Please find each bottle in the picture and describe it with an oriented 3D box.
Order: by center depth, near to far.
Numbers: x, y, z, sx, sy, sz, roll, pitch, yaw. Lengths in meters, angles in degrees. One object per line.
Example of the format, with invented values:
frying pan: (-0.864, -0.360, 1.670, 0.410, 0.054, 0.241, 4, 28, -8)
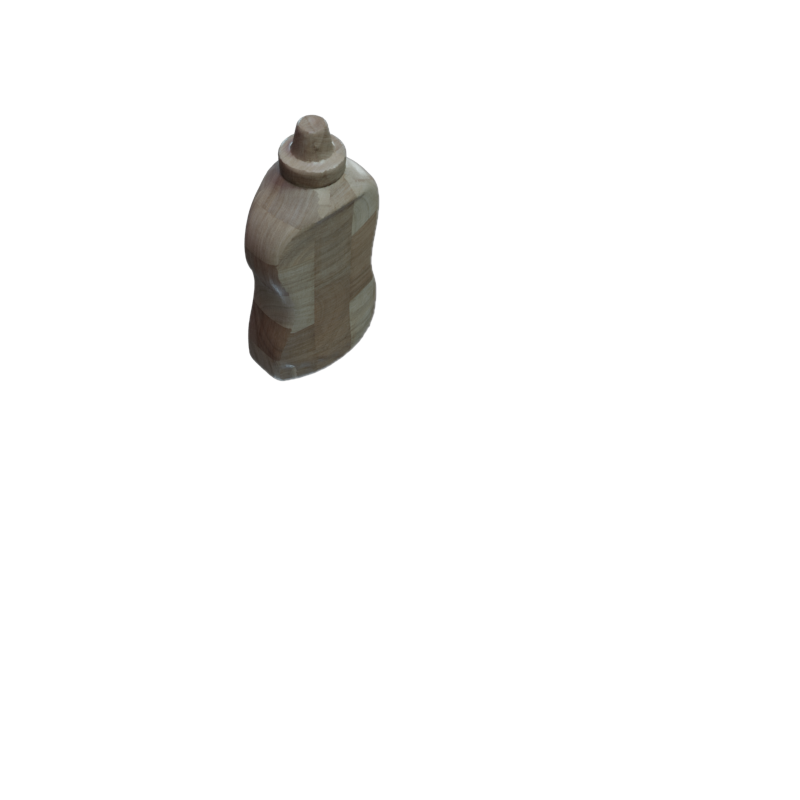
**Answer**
bottle: (-0.056, -0.101, 0.709, 0.096, 0.179, 0.062, -34, 59, -28)
